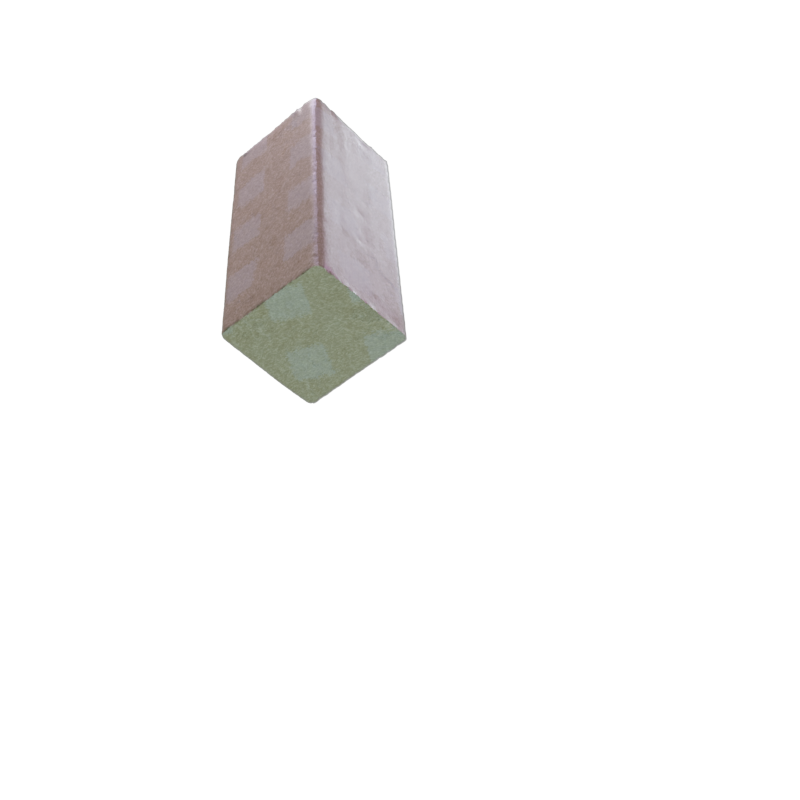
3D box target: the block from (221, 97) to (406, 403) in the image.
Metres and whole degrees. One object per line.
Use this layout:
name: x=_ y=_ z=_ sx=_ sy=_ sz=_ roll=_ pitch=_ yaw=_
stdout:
block: x=-0.063 y=-0.114 z=0.800 sx=0.090 sy=0.221 sz=0.085 roll=-35 pitch=-55 yaw=25
